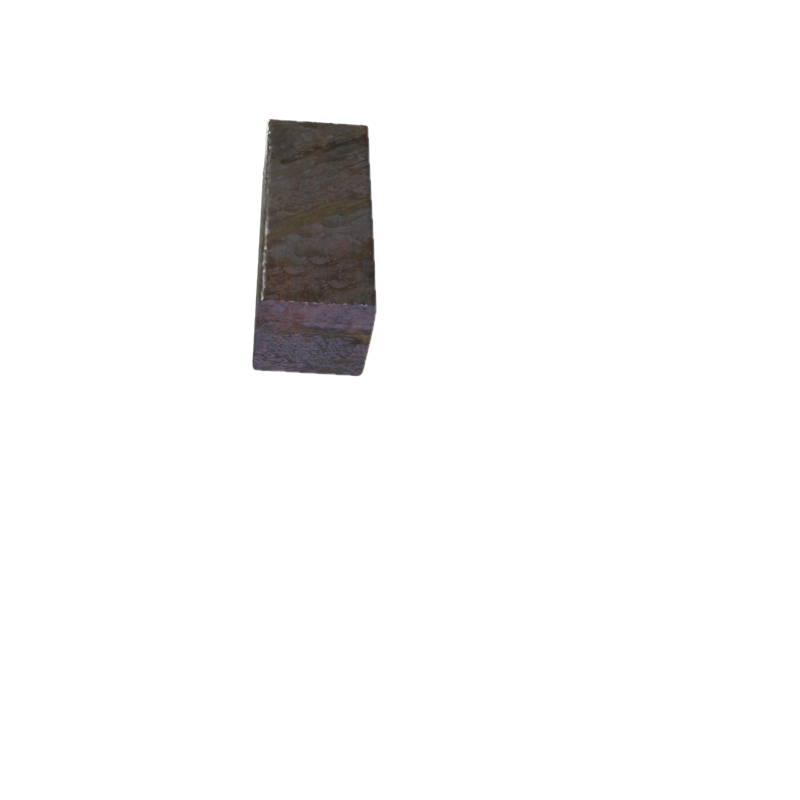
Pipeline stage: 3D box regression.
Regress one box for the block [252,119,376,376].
[{"bbox_3d":[-0.072,-0.131,0.920,0.090,0.221,0.085,3,-40,-7],"label":"block"}]
